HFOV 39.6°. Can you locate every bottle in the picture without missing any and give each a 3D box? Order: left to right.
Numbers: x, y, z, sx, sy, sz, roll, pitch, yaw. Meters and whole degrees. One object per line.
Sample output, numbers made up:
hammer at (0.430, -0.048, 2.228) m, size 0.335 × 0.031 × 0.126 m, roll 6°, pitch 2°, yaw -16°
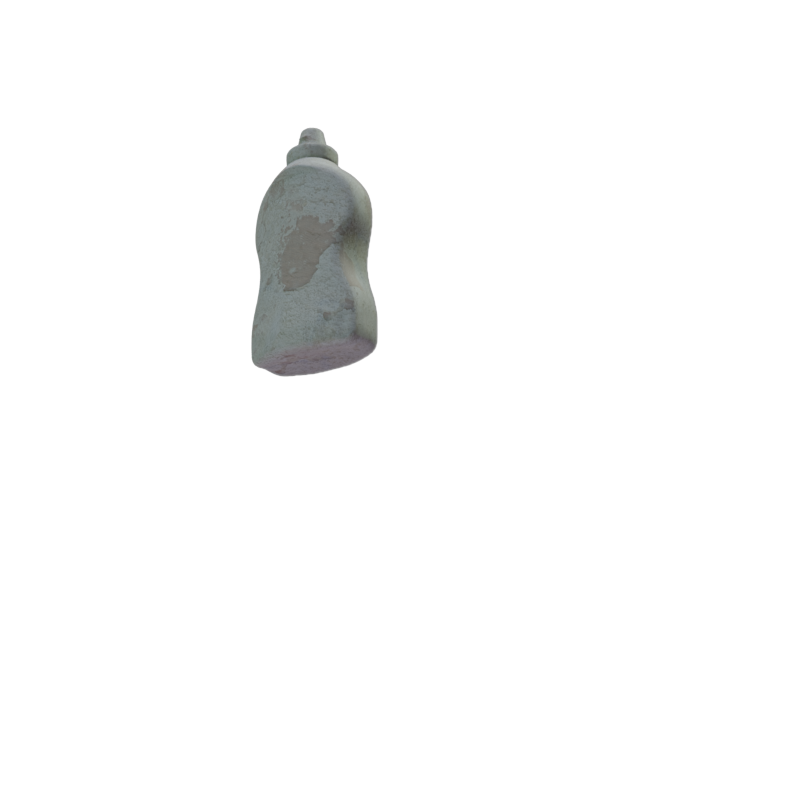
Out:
bottle at (-0.066, -0.120, 0.837) m, size 0.097 × 0.202 × 0.054 m, roll -18°, pitch -29°, yaw 32°
